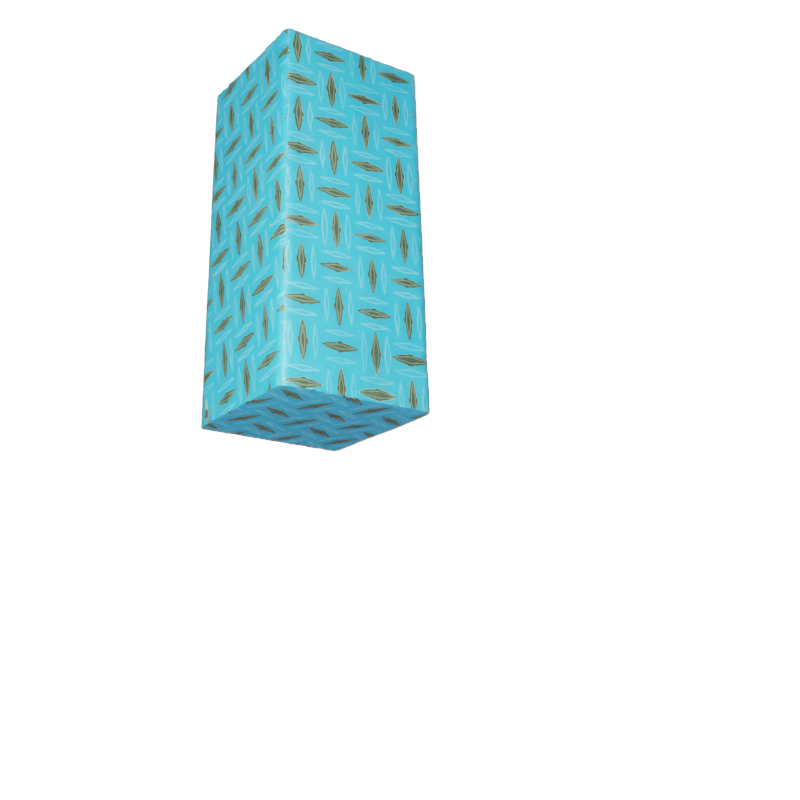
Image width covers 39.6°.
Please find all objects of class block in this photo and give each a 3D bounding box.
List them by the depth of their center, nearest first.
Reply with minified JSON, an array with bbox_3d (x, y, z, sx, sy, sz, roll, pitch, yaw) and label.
[{"bbox_3d":[-0.049,-0.088,0.618,0.086,0.218,0.090,14,-28,-32],"label":"block"}]
